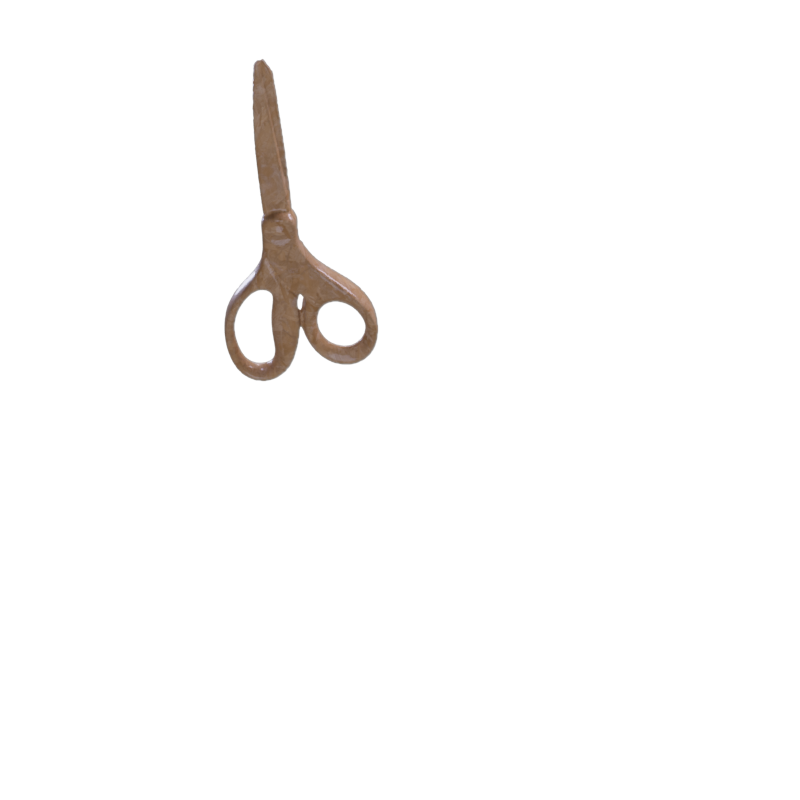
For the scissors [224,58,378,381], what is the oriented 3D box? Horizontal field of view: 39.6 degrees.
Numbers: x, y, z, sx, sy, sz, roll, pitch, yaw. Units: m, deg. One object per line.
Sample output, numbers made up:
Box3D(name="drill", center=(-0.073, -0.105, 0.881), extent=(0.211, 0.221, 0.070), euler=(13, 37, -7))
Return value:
Box3D(name="scissors", center=(-0.046, -0.085, 0.594), extent=(0.095, 0.191, 0.017), euler=(11, 39, -9))
